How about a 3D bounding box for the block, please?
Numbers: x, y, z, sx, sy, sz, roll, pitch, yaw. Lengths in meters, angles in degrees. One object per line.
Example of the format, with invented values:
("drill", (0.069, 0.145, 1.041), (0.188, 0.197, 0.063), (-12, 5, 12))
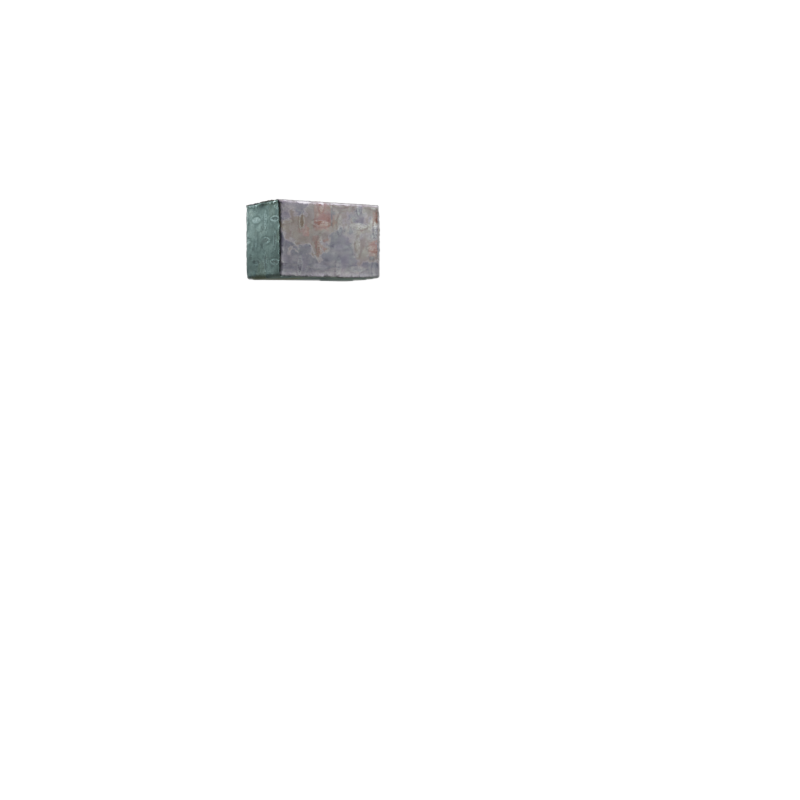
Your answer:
("block", (-0.059, -0.107, 0.749), (0.075, 0.052, 0.054), (-1, 0, -31))
